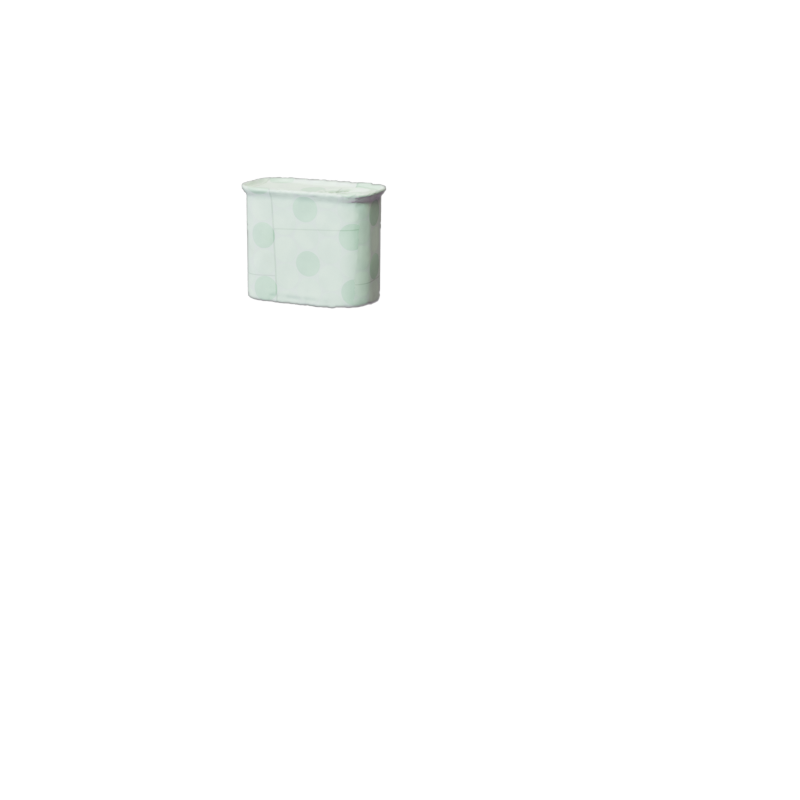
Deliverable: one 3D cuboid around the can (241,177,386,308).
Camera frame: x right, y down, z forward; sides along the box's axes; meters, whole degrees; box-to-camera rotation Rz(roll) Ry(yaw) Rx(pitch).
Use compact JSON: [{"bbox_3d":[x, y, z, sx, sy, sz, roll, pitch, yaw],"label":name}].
[{"bbox_3d":[-0.063,-0.115,0.803,0.105,0.081,0.057,7,16,23],"label":"can"}]
